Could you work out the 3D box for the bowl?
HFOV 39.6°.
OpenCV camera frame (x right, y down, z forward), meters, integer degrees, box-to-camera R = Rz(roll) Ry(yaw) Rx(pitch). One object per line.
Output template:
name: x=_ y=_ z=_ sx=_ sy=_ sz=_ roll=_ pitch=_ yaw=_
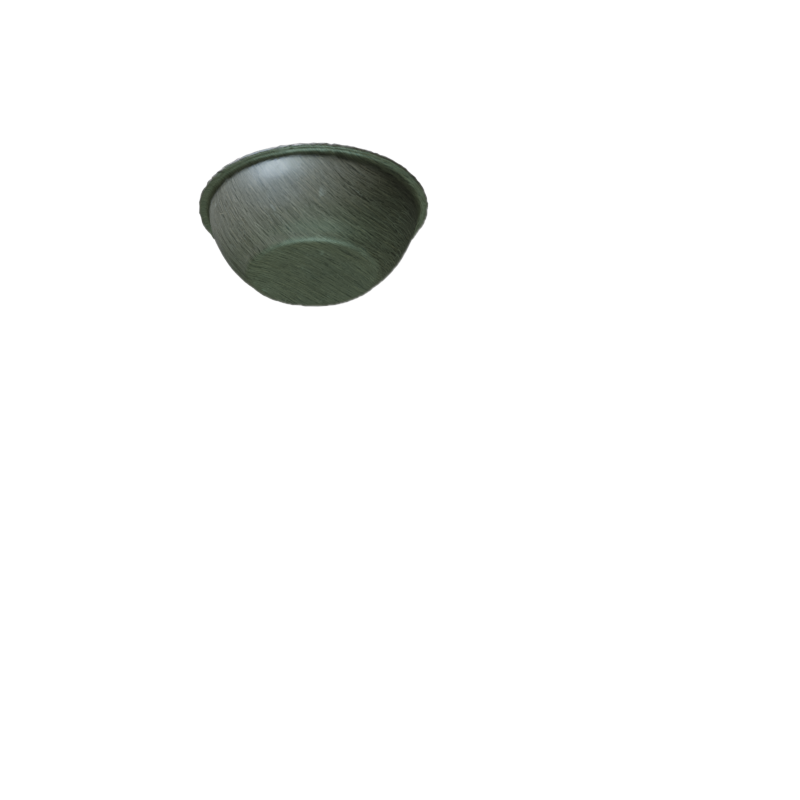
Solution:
bowl: x=-0.060 y=-0.110 z=0.770 sx=0.162 sy=0.058 sz=0.153 roll=1 pitch=-27 yaw=-2
